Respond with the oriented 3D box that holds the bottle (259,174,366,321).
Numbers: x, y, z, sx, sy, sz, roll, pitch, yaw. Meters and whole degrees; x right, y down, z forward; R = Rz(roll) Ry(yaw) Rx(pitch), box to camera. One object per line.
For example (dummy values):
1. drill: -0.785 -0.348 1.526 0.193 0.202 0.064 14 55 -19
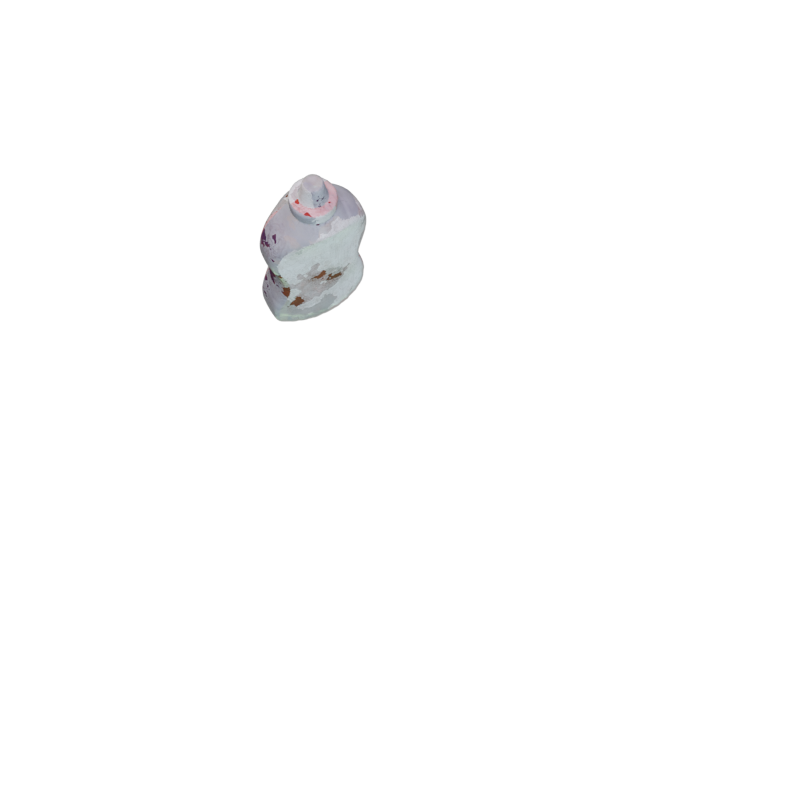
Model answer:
1. bottle: -0.077 -0.140 0.976 0.096 0.062 0.181 -25 -19 -14
